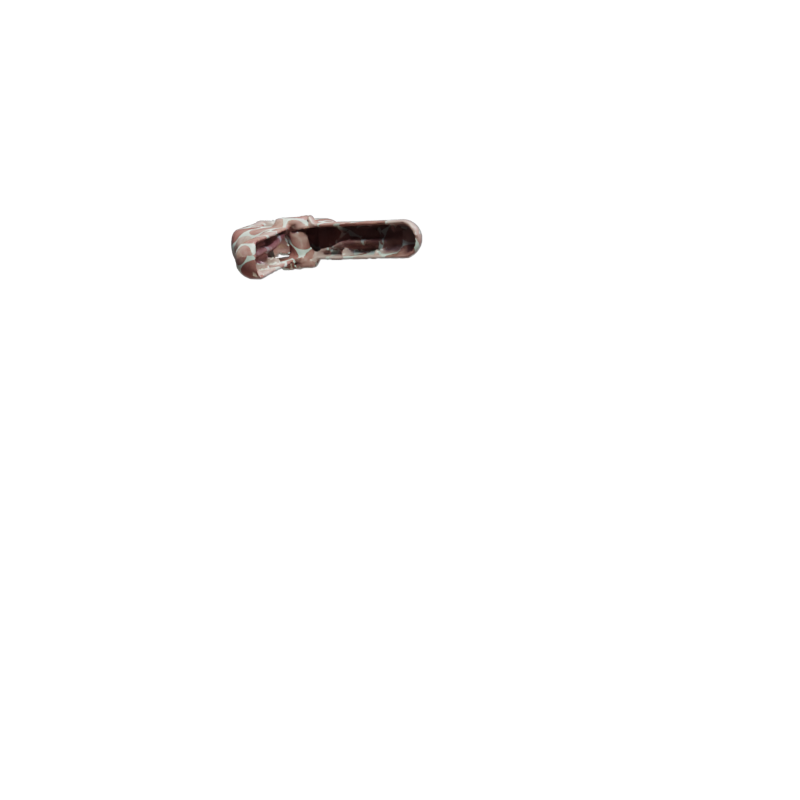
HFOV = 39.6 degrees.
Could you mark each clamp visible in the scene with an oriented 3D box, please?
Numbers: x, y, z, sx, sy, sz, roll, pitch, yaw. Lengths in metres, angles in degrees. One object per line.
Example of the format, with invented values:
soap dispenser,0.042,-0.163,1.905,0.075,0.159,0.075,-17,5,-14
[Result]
clamp,-0.059,-0.107,0.753,0.118,0.038,0.178,-3,14,-12
